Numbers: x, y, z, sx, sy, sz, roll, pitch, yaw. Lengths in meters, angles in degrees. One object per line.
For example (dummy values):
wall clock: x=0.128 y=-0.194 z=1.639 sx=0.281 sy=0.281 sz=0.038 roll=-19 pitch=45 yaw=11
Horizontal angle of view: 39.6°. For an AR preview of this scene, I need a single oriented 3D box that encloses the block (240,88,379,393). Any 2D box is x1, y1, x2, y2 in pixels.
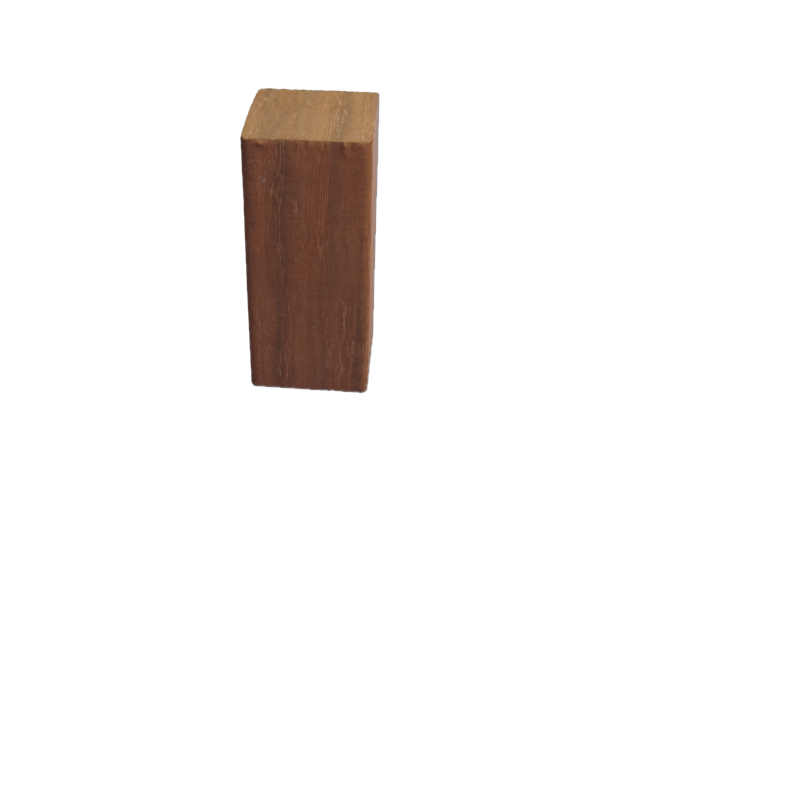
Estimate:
block: x=-0.064 y=-0.116 z=0.816 sx=0.091 sy=0.194 sz=0.095 roll=4 pitch=33 yaw=2
